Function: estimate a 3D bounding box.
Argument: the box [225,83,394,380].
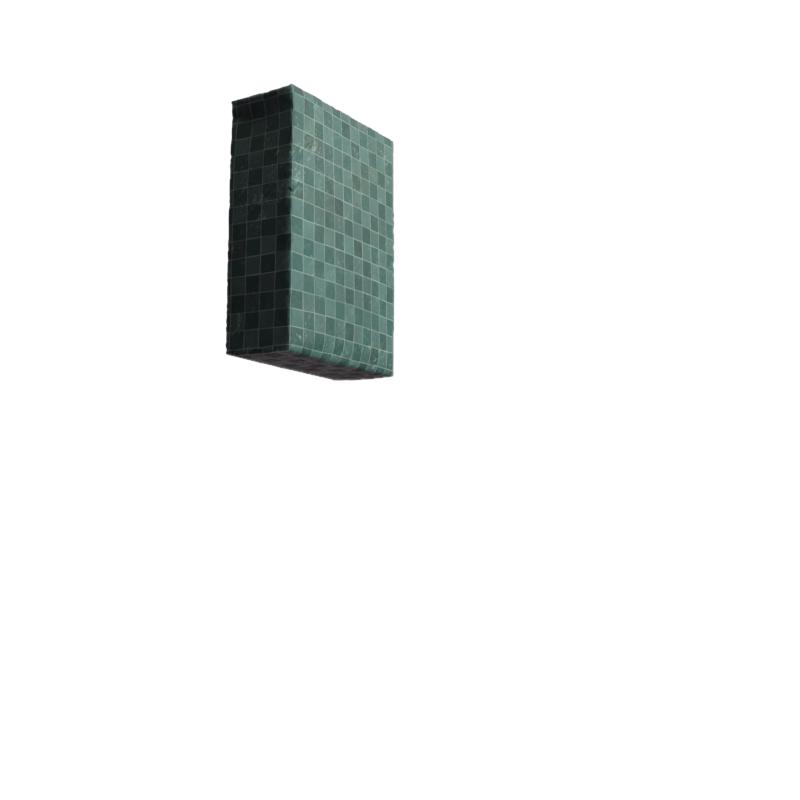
[{"bbox_3d":[-0.072,-0.131,0.920,0.073,0.221,0.155,-9,-14,30],"label":"box"}]
